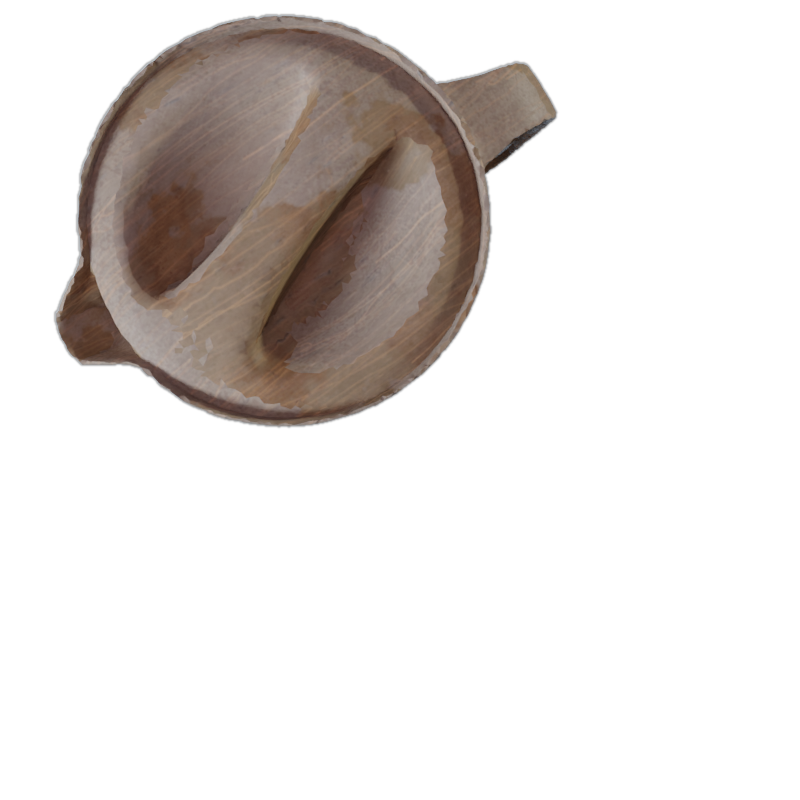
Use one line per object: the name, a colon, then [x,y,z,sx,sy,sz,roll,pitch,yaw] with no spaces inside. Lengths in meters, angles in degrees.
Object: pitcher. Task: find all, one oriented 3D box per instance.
pitcher: [-0.037,-0.067,0.467,0.149,0.146,0.242,15,-1,-3]
